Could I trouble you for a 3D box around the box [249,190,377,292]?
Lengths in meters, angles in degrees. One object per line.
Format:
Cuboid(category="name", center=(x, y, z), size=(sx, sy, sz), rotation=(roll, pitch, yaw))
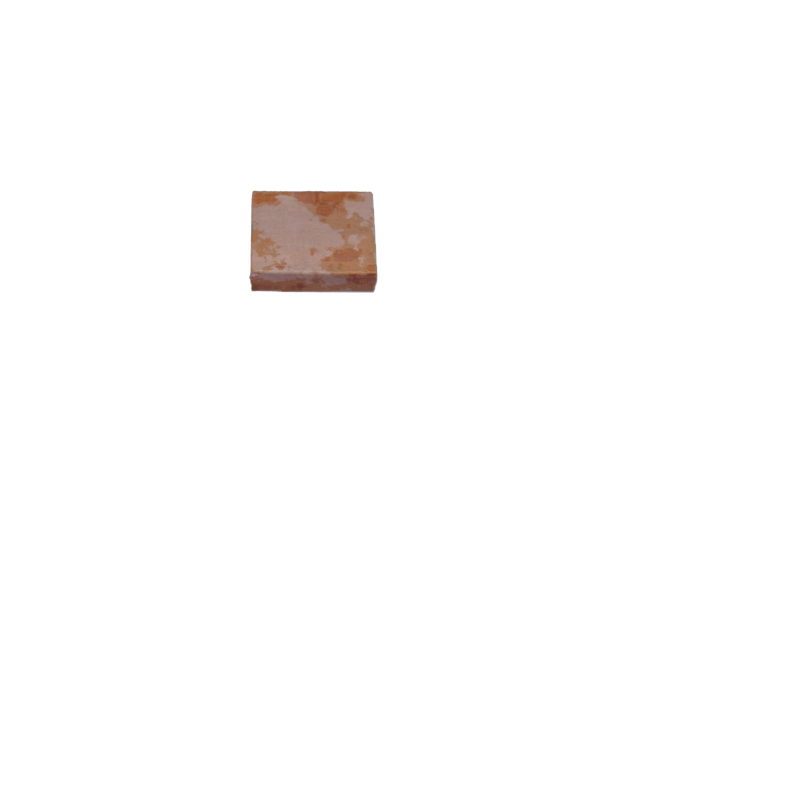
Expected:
Cuboid(category="box", center=(-0.078, -0.142, 0.994), size=(0.113, 0.096, 0.036), rotation=(-2, -32, -1))
